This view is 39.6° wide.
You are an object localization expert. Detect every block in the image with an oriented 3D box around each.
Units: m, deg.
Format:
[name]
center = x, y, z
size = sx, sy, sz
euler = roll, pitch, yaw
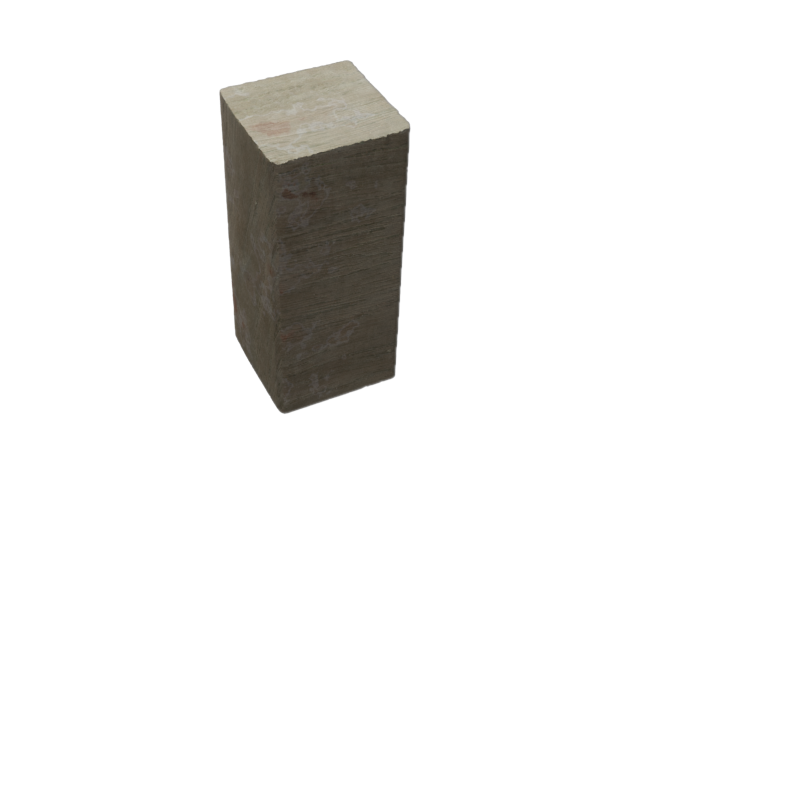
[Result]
[block]
center = -0.056, -0.102, 0.720
size = 0.090, 0.192, 0.098
euler = -16, 46, -20
